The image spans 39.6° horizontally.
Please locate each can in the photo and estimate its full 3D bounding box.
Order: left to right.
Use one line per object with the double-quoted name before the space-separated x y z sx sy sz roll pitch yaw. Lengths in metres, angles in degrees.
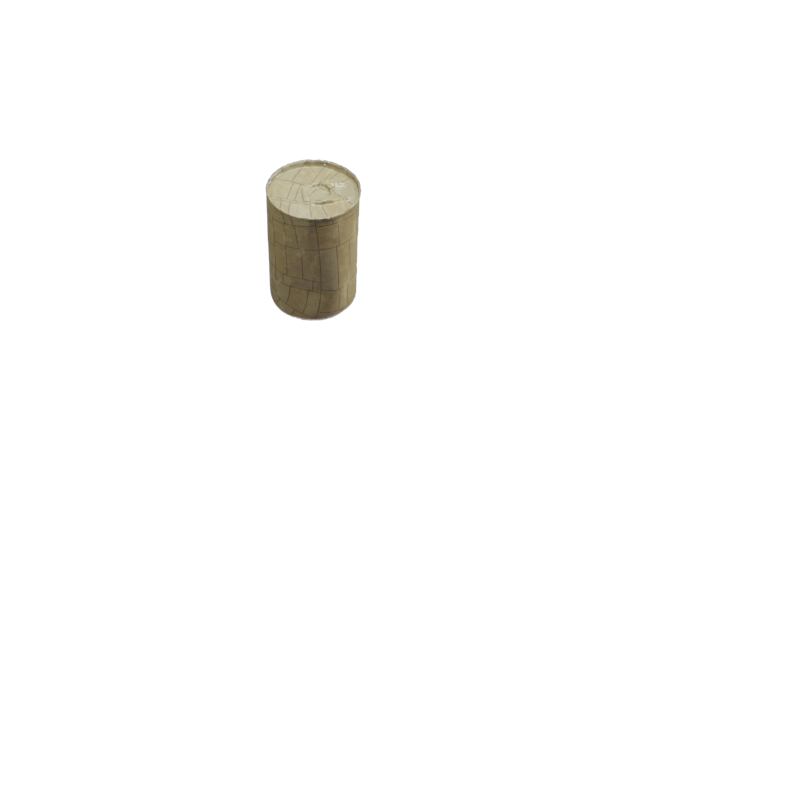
"can" -0.064 -0.117 0.820 0.068 0.095 0.074 0 45 -3
